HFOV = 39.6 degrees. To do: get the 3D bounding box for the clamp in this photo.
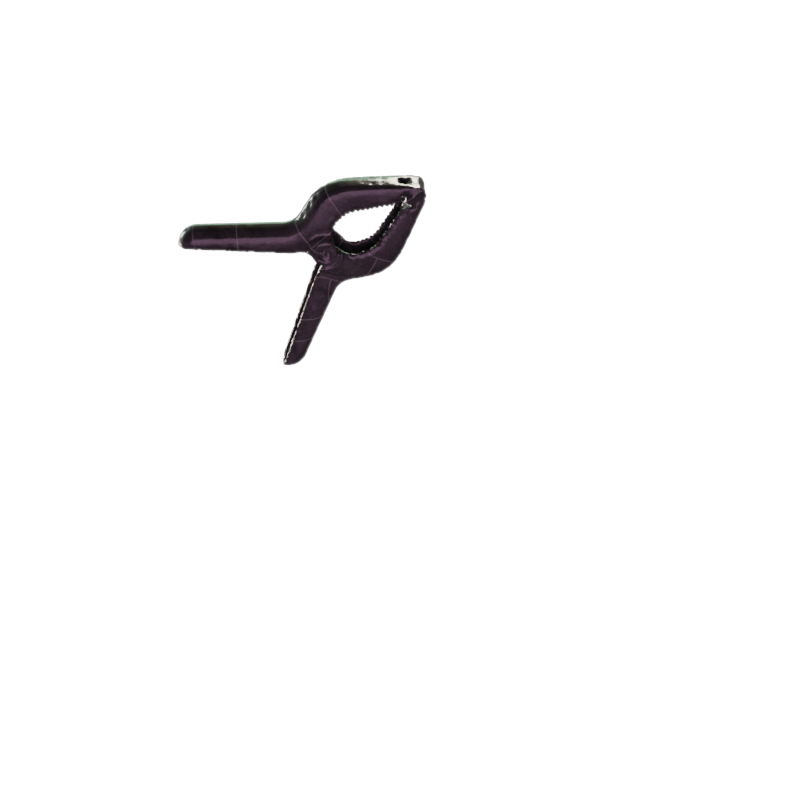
[{"bbox_3d":[-0.075,-0.136,0.954,0.208,0.156,0.039,-36,25,20],"label":"clamp"}]
